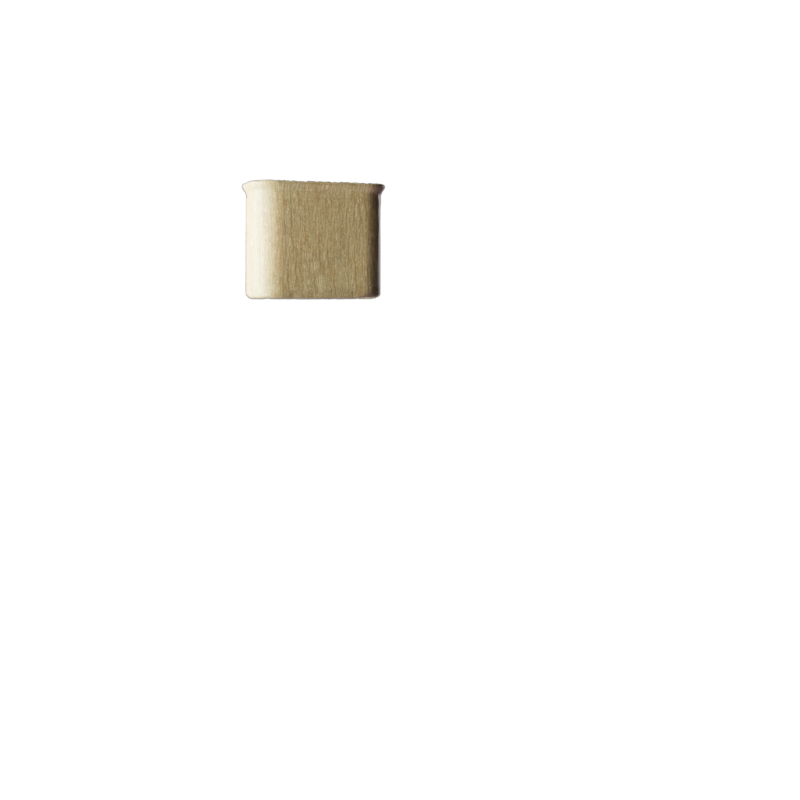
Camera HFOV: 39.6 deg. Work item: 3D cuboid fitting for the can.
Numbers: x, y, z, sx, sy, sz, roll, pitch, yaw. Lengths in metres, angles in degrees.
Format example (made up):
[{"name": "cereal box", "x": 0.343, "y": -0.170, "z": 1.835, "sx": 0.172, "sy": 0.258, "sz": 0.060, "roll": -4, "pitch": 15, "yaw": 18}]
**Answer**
[{"name": "can", "x": -0.063, "y": -0.115, "z": 0.805, "sx": 0.100, "sy": 0.084, "sz": 0.059, "roll": -1, "pitch": 0, "yaw": -18}]
